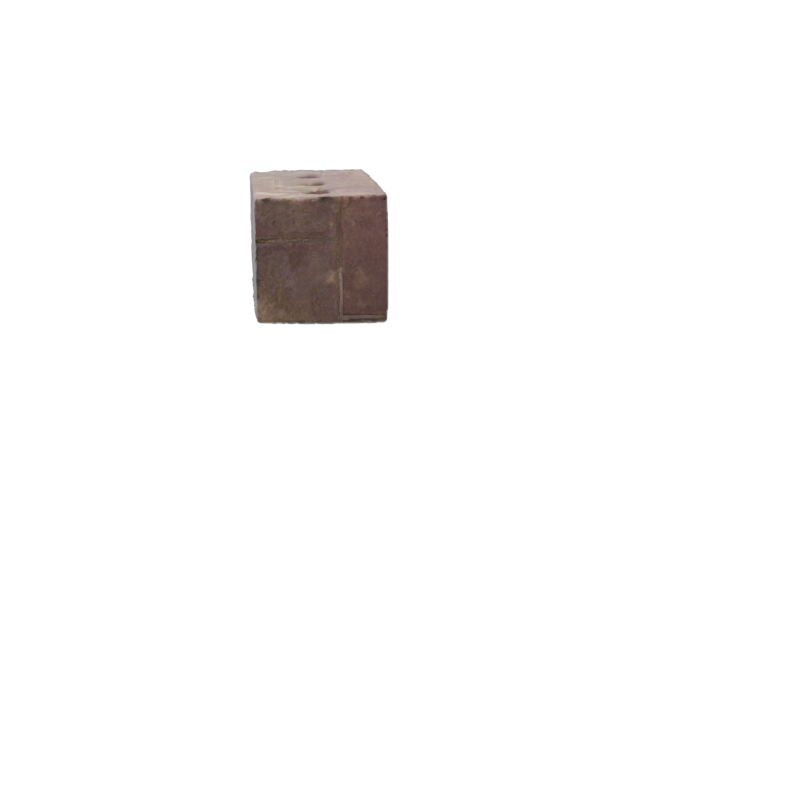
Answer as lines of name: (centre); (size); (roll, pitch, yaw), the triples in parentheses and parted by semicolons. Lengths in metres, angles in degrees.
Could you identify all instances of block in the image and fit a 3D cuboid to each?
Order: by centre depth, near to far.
block: (-0.036, -0.066, 0.463); (0.052, 0.050, 0.081); (-2, 17, -8)
